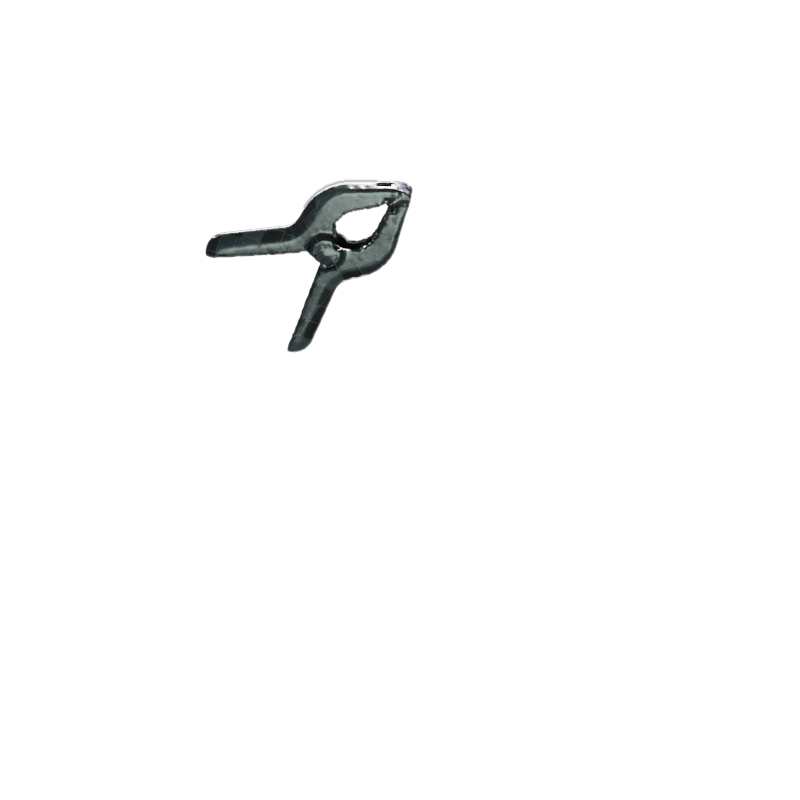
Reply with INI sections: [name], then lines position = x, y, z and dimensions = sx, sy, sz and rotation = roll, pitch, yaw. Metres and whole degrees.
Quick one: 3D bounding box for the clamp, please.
[clamp]
position = -0.070, -0.127, 0.889
dimensions = 0.115, 0.169, 0.041
rotation = 41, 19, -18
